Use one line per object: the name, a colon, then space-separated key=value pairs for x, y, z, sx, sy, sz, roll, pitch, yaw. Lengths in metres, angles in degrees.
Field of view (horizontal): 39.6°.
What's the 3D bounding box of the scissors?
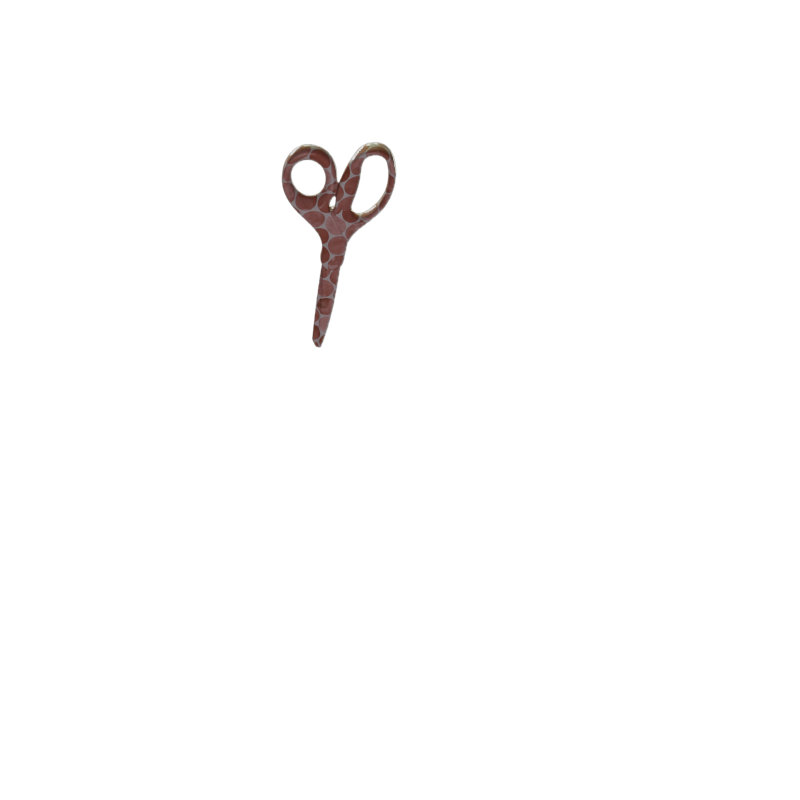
scissors: x=-0.069 y=-0.127 z=0.887 sx=0.093 sy=0.194 sz=0.017 roll=20 pitch=35 yaw=-15
